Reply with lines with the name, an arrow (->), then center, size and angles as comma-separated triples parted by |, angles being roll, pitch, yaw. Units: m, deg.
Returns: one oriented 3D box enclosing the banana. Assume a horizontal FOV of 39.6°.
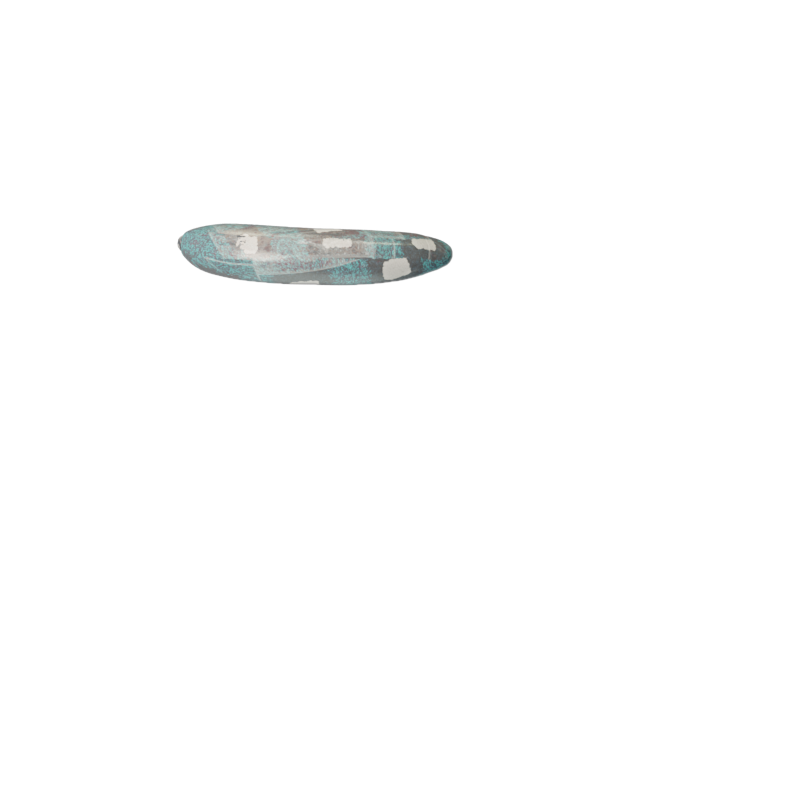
banana -> -0.066, -0.101, 0.746 | 0.201, 0.035, 0.072 | 6, 24, 12
